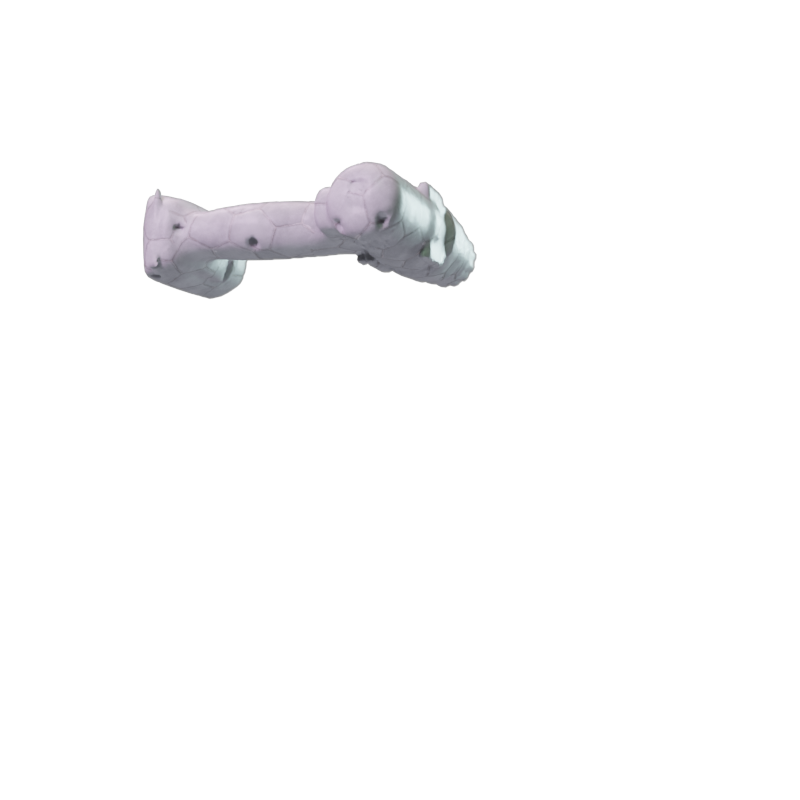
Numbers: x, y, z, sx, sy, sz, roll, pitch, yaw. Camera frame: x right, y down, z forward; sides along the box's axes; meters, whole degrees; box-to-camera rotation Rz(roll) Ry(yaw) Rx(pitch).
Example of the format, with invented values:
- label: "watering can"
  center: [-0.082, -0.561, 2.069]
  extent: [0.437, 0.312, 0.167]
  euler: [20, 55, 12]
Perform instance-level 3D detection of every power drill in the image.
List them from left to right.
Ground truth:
- label: "power drill"
  center: [-0.056, -0.103, 0.718]
  extent: [0.192, 0.059, 0.175]
  euler: [-4, -10, 21]
